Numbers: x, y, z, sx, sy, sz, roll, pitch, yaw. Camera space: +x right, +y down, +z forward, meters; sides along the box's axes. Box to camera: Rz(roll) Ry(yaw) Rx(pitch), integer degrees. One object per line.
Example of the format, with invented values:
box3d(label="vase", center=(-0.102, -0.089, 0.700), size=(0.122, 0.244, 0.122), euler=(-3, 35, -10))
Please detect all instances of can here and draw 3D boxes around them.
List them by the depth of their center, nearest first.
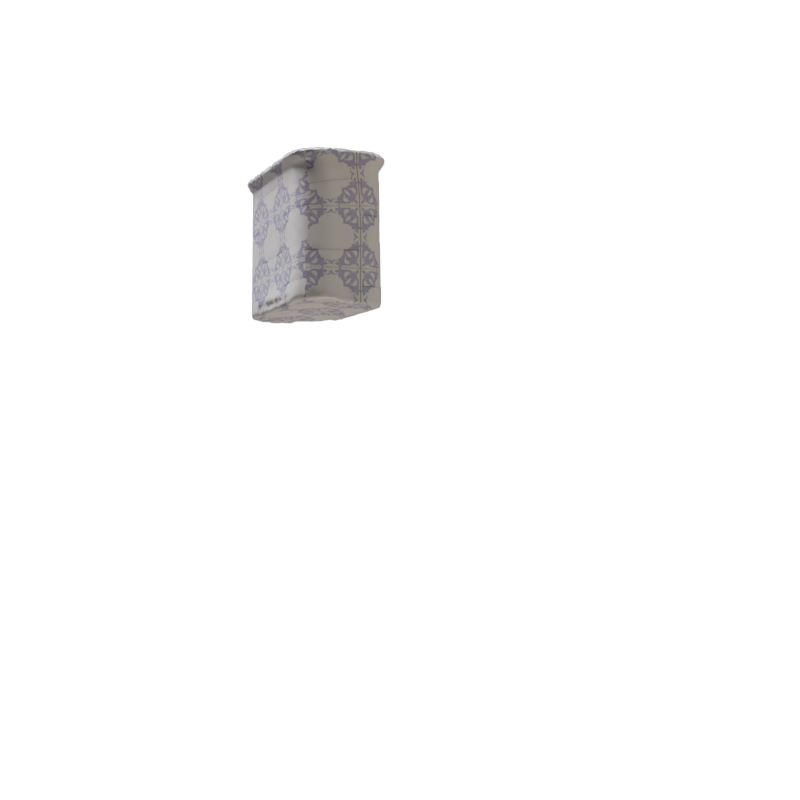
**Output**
box3d(label="can", center=(-0.050, -0.091, 0.636), size=(0.056, 0.086, 0.103), euler=(4, -8, -25))
